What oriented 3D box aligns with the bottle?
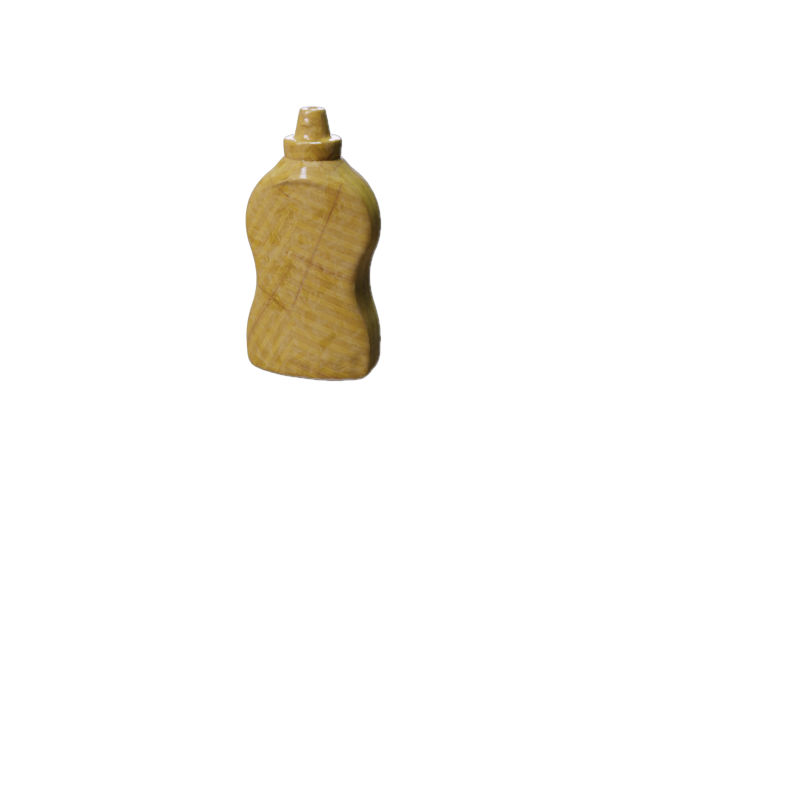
[{"bbox_3d":[-0.062,-0.113,0.789,0.099,0.185,0.059,7,17,18],"label":"bottle"}]
